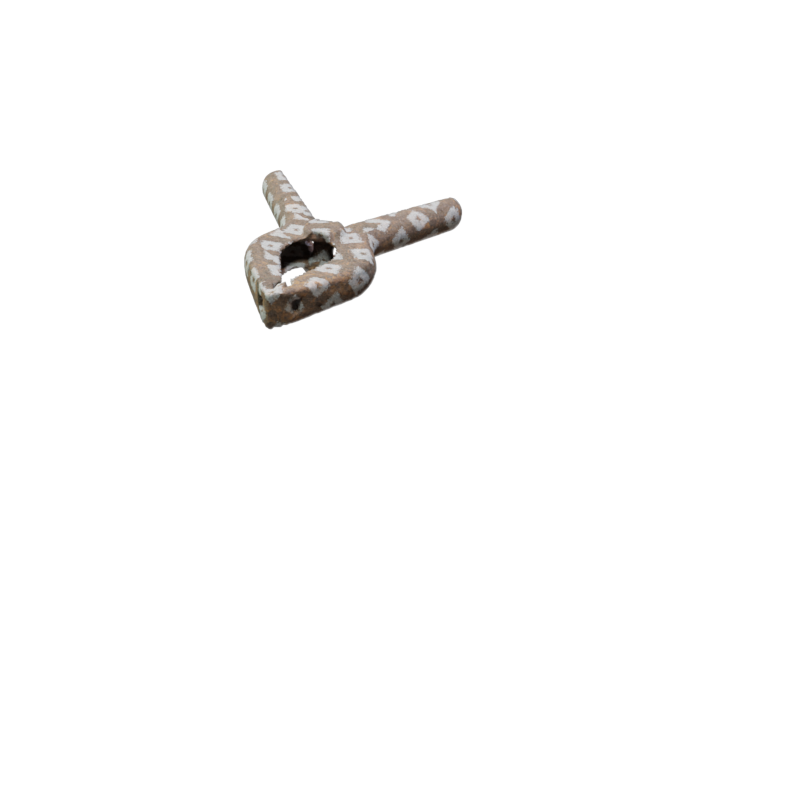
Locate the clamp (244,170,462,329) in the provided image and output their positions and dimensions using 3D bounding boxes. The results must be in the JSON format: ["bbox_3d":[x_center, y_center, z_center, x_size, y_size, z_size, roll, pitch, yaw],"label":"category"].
[{"bbox_3d":[-0.064,-0.117,0.820,0.171,0.034,0.215,14,35,20],"label":"clamp"}]
